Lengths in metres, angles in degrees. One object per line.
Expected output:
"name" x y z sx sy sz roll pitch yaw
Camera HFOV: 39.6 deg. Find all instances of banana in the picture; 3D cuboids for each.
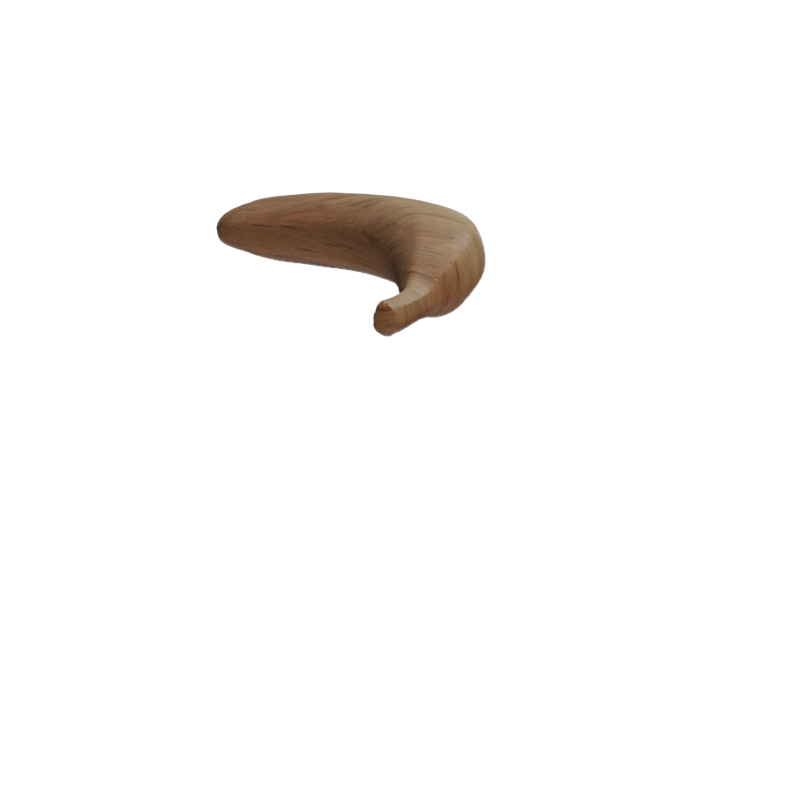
"banana" -0.018 -0.067 0.464 0.068 0.036 0.208 -6 17 -23
